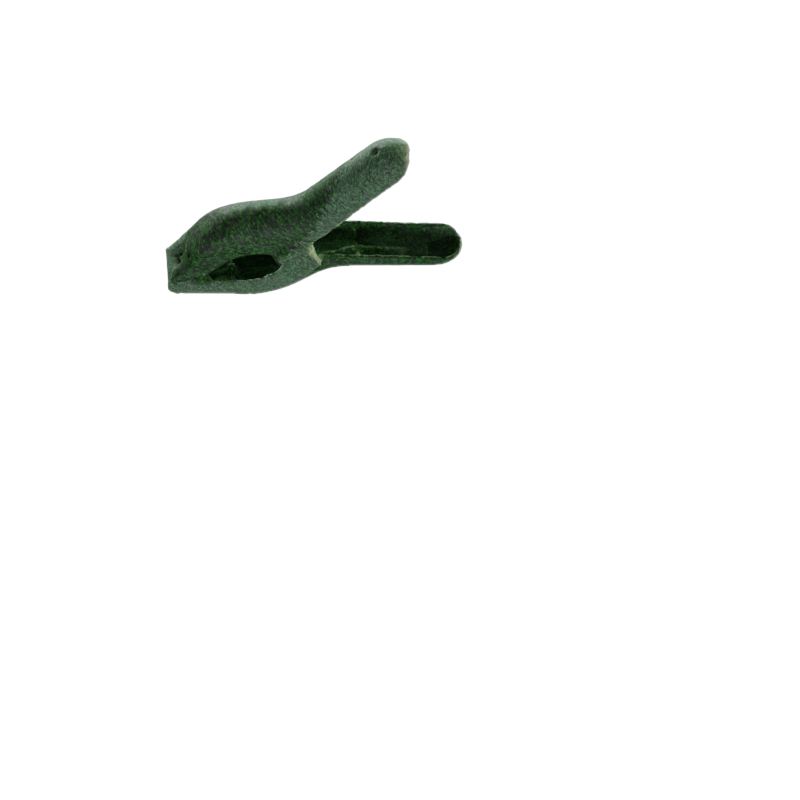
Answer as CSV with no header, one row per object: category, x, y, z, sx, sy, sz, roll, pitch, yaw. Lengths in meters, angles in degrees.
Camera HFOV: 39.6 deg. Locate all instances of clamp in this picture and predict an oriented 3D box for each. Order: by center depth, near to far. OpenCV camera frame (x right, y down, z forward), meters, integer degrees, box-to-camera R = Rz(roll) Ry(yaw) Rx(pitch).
clamp,-0.050,-0.091,0.638,0.174,0.042,0.111,-14,-31,24
